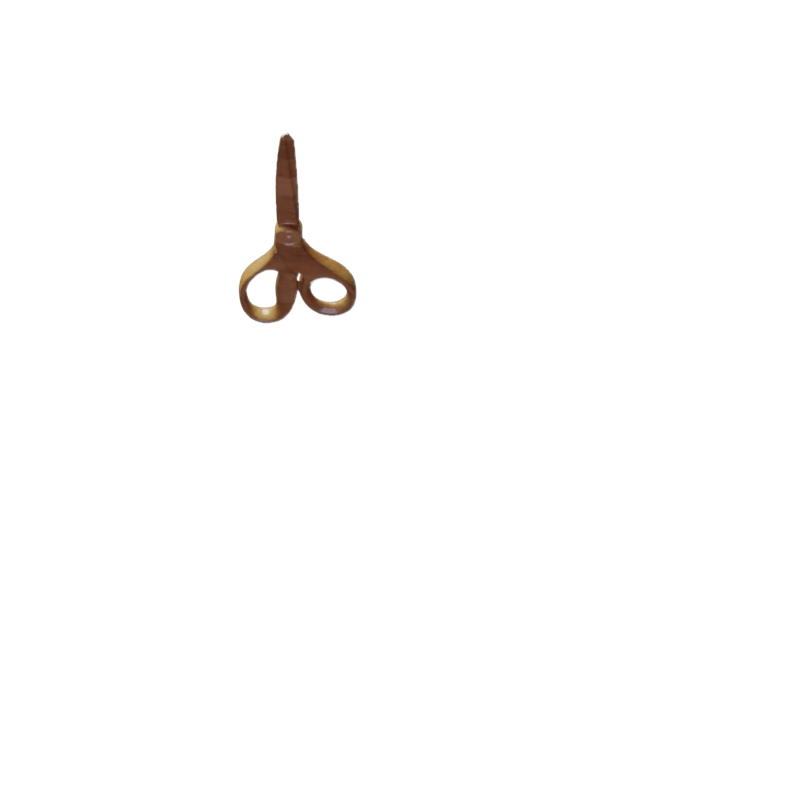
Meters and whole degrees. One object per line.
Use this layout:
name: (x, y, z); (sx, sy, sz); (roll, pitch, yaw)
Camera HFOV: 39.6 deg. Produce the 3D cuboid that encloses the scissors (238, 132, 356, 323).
scissors: (-0.061, -0.111, 0.775); (0.094, 0.017, 0.193); (10, -33, -16)
